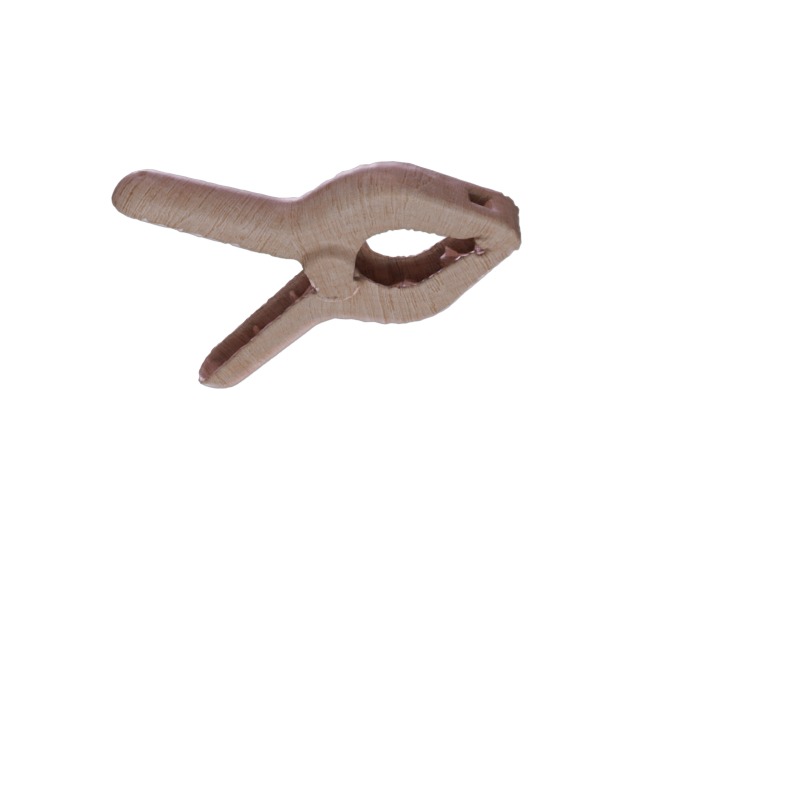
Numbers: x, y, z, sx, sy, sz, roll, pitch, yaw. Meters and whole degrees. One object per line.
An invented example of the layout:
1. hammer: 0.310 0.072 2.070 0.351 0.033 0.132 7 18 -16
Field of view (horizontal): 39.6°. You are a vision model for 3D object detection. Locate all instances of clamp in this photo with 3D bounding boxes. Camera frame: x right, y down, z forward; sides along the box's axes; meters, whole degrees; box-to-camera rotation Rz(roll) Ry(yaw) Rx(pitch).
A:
1. clamp: -0.038 -0.069 0.482 0.173 0.042 0.111 -18 -48 17
